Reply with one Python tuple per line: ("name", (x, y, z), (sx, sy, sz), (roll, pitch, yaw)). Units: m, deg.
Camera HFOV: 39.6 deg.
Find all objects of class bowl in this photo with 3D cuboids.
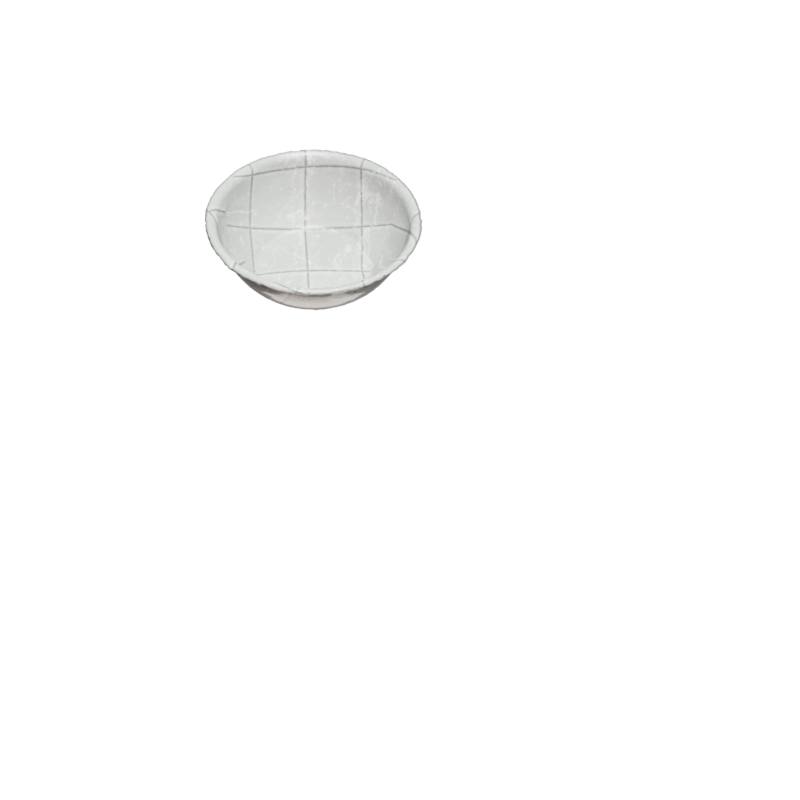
("bowl", (-0.066, -0.120, 0.842), (0.162, 0.174, 0.051), (-1, -43, -1))
